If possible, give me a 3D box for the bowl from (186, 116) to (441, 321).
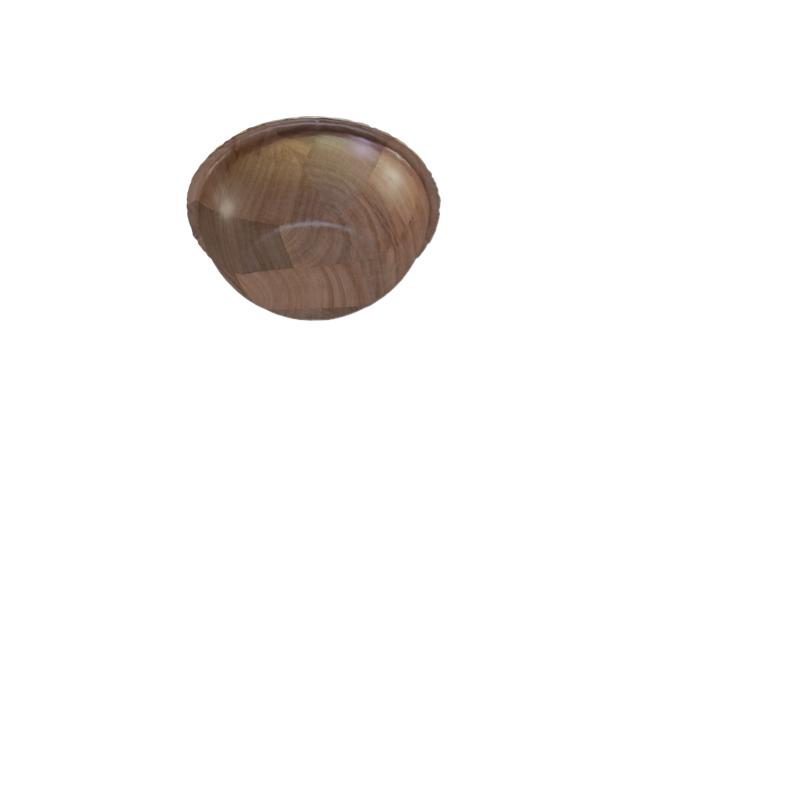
[{"bbox_3d":[-0.054,-0.099,0.690,0.162,0.059,0.151,1,-38,-1],"label":"bowl"}]
